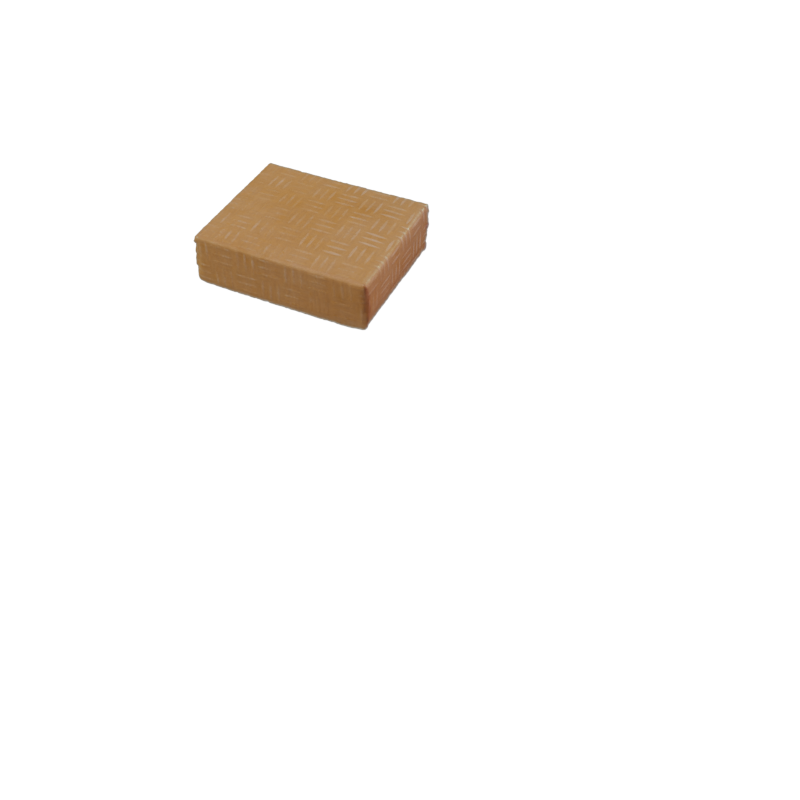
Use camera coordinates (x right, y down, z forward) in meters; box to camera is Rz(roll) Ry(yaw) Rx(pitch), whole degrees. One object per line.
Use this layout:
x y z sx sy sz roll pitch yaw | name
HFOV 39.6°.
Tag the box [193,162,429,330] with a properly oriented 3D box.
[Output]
-0.052 -0.094 0.658 0.118 0.036 0.093 19 45 19 | box
